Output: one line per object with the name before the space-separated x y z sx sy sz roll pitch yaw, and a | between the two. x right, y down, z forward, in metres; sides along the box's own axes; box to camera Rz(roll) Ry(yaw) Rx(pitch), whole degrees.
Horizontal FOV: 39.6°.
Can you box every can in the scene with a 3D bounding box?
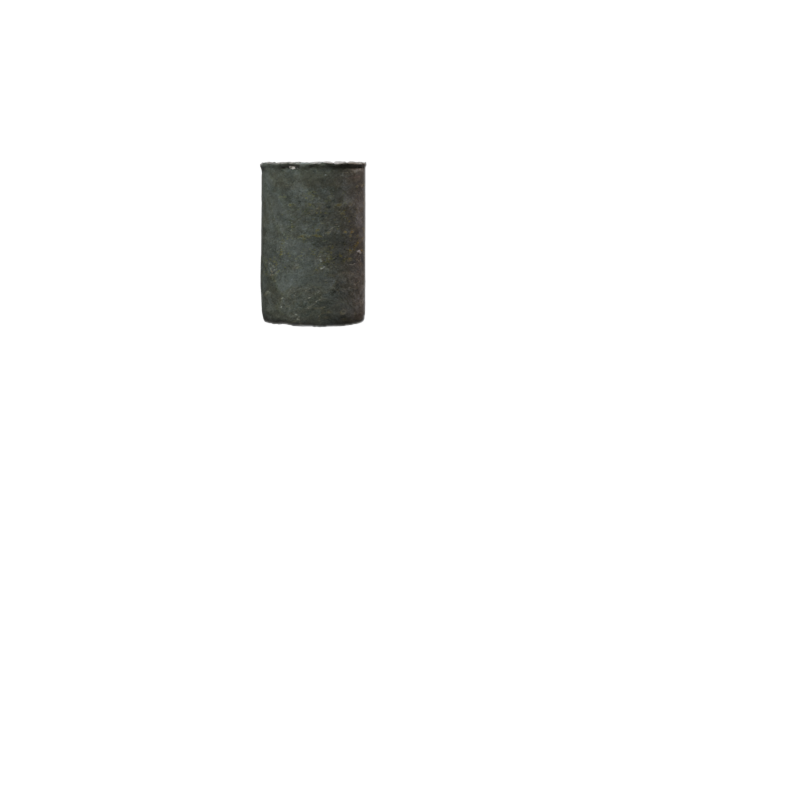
can | -0.056 -0.101 0.710 0.068 0.101 0.069 0 5 -2
